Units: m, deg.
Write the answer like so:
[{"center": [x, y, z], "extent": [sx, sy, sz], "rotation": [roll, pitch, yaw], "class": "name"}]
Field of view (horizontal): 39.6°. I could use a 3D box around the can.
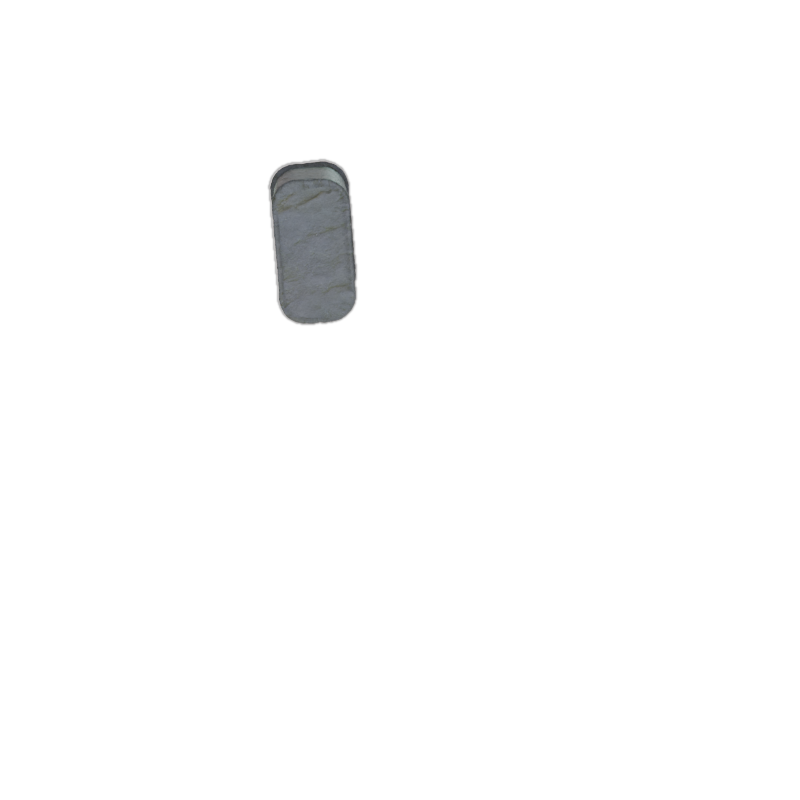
[{"center": [-0.060, -0.109, 0.761], "extent": [0.057, 0.099, 0.086], "rotation": [-5, 13, -2], "class": "can"}]
